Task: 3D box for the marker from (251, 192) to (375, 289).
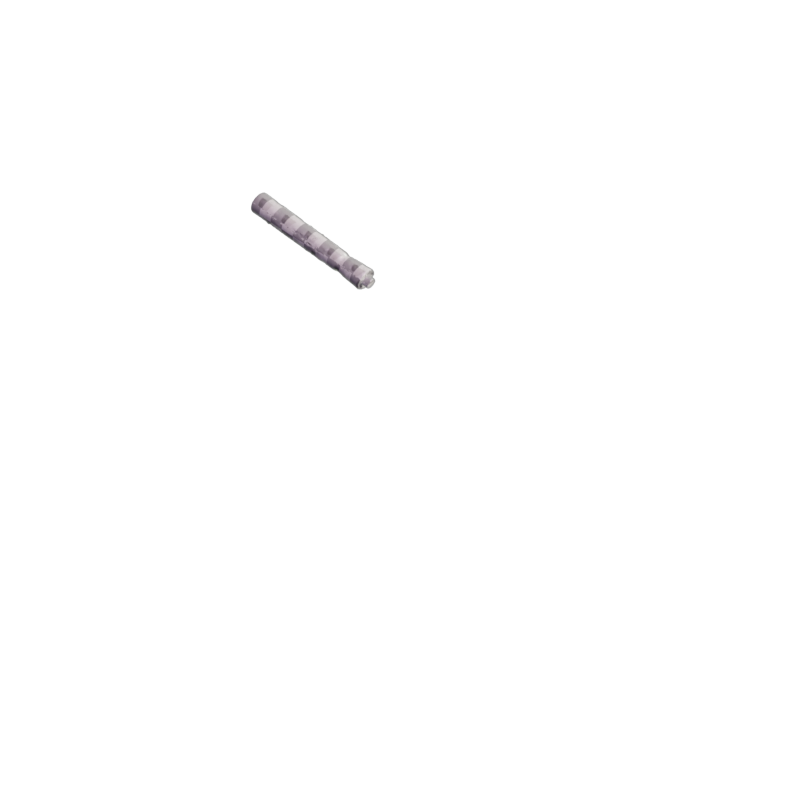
[{"bbox_3d":[-0.068,-0.124,0.867,0.128,0.019,0.019,38,20,24],"label":"marker"}]
